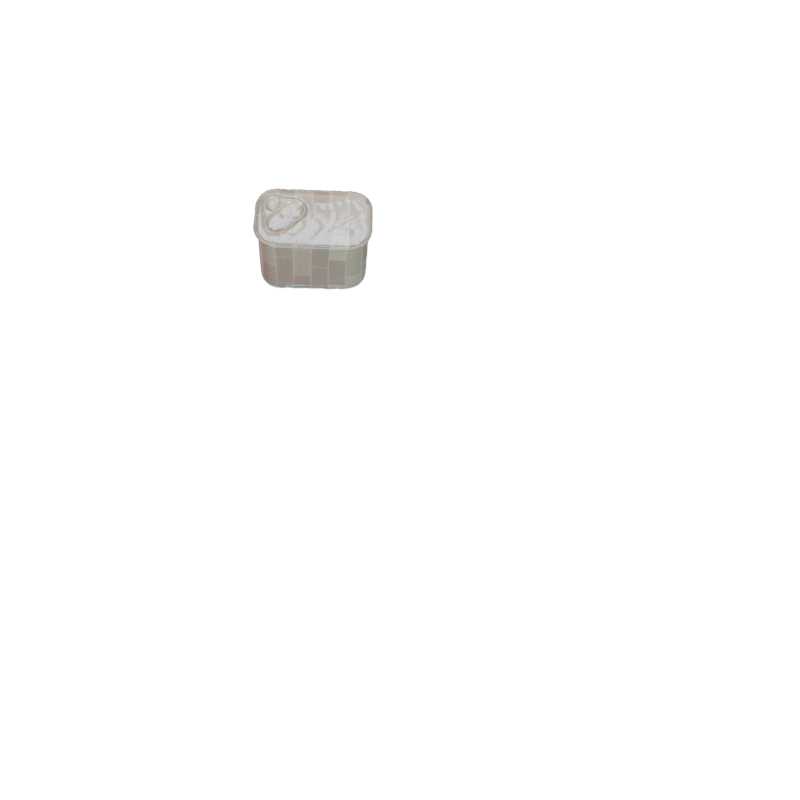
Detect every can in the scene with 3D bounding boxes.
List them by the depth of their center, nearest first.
[{"bbox_3d":[-0.077,-0.141,0.986,0.102,0.061,0.079,2,-25,0],"label":"can"}]
